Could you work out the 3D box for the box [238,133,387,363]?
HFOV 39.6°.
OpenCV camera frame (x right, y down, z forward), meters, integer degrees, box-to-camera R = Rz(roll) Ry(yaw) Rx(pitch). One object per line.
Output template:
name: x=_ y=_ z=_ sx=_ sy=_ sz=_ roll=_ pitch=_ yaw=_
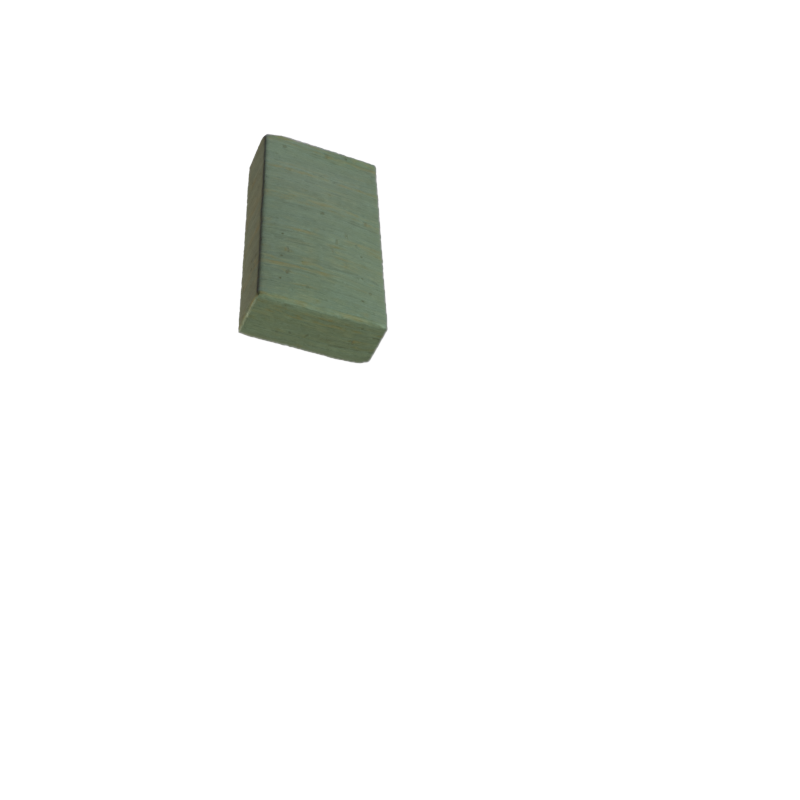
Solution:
box: x=-0.061 y=-0.112 z=0.780 sx=0.091 sy=0.189 sz=0.046 roll=13 pitch=-45 yaw=-18
